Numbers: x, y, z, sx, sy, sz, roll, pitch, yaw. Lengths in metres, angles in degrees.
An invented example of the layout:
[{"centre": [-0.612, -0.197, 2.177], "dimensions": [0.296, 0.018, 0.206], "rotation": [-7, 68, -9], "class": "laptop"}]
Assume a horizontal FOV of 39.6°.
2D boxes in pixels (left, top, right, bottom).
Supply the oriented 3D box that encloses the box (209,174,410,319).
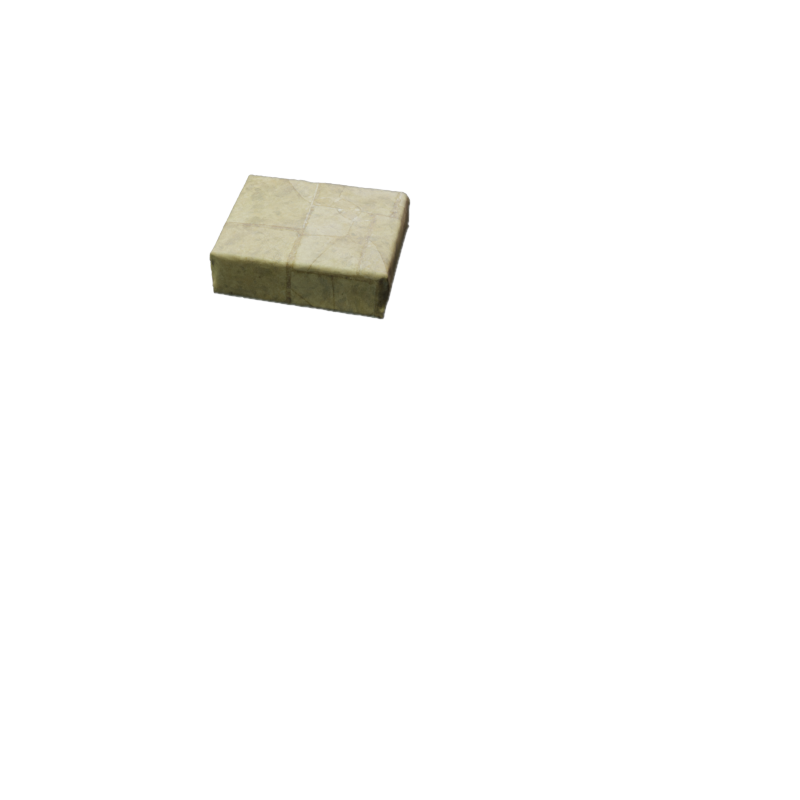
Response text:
[{"centre": [-0.044, -0.081, 0.564], "dimensions": [0.091, 0.028, 0.077], "rotation": [8, 42, 8], "class": "box"}]
